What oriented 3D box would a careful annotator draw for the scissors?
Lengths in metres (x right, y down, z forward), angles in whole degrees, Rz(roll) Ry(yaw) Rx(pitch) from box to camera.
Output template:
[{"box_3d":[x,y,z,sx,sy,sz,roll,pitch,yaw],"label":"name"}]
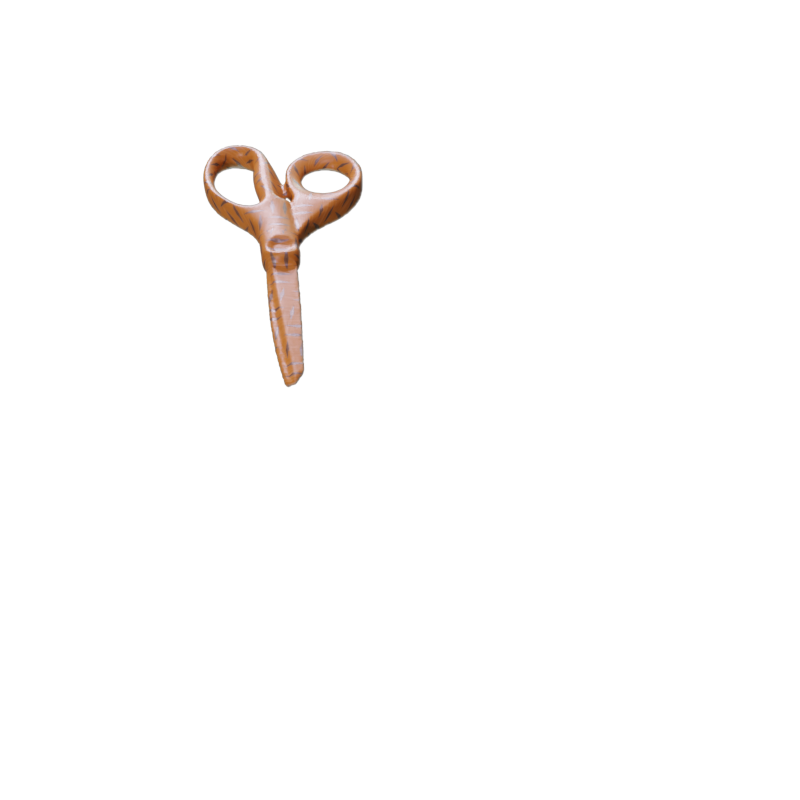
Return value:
[{"box_3d":[-0.044,-0.080,0.560,0.095,0.015,0.218,-14,41,-17],"label":"scissors"}]
